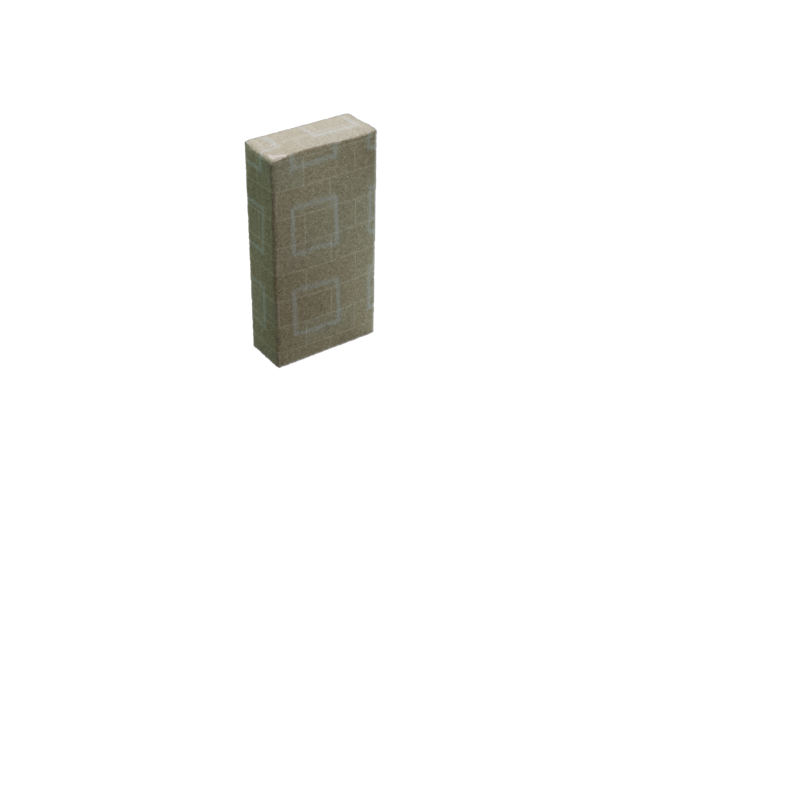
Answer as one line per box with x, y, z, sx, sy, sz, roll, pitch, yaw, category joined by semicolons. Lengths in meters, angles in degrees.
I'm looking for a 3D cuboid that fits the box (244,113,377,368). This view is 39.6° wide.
-0.065;-0.119;0.833;0.092;0.165;0.052;-21;40;-30;box
